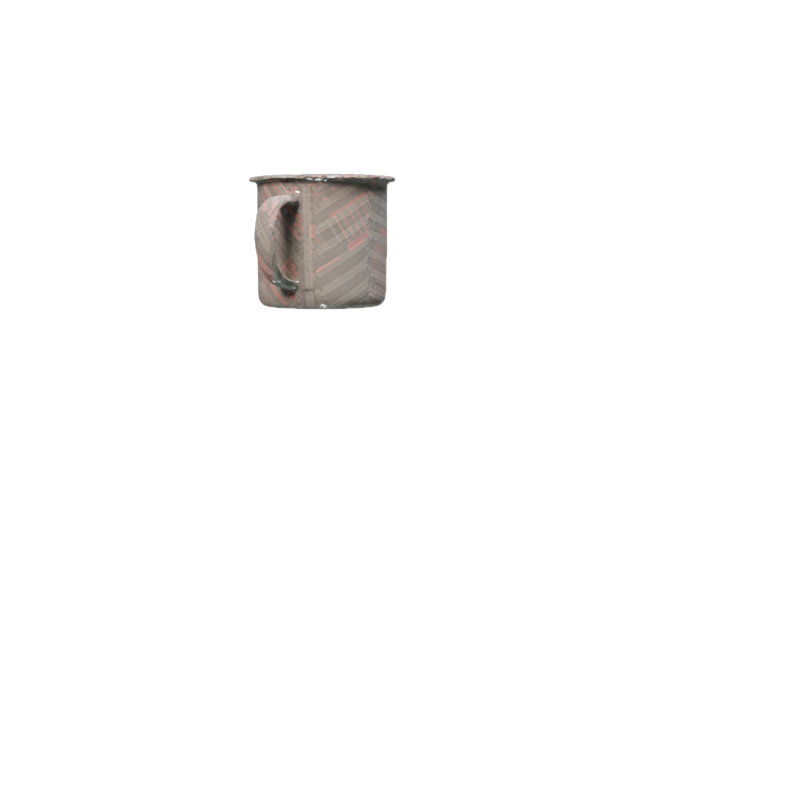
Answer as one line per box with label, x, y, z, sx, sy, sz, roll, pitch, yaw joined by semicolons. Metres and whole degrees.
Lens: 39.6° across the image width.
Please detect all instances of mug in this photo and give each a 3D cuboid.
mug;-0.054;-0.099;0.693;0.096;0.081;0.114;2;6;25
